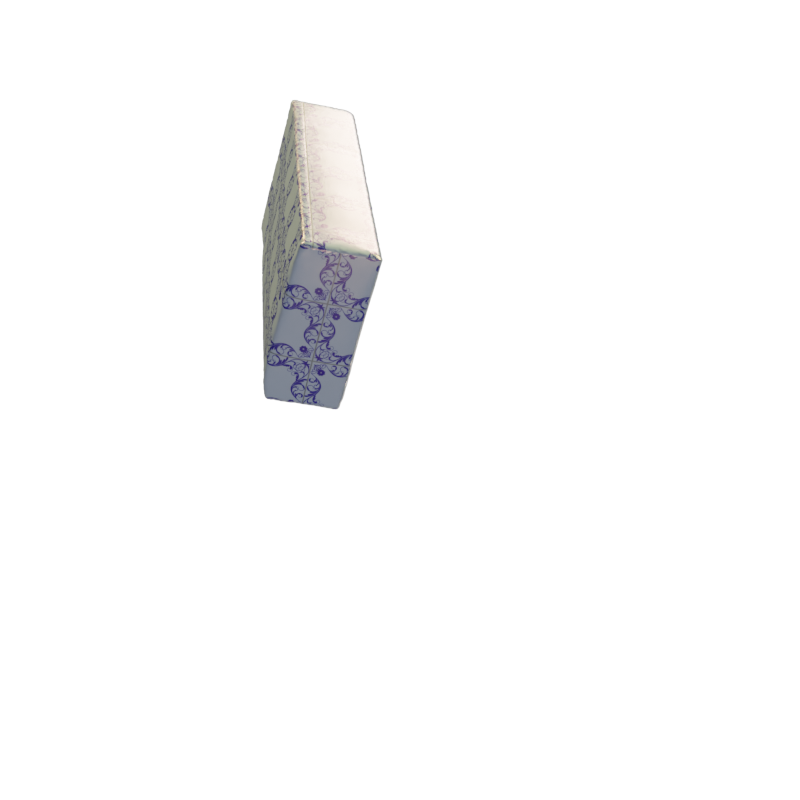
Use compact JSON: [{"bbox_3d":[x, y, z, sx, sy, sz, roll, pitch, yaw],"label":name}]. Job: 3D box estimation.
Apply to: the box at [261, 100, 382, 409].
[{"bbox_3d":[-0.047,-0.086,0.603,0.047,0.089,0.188,11,33,-12],"label":"box"}]
